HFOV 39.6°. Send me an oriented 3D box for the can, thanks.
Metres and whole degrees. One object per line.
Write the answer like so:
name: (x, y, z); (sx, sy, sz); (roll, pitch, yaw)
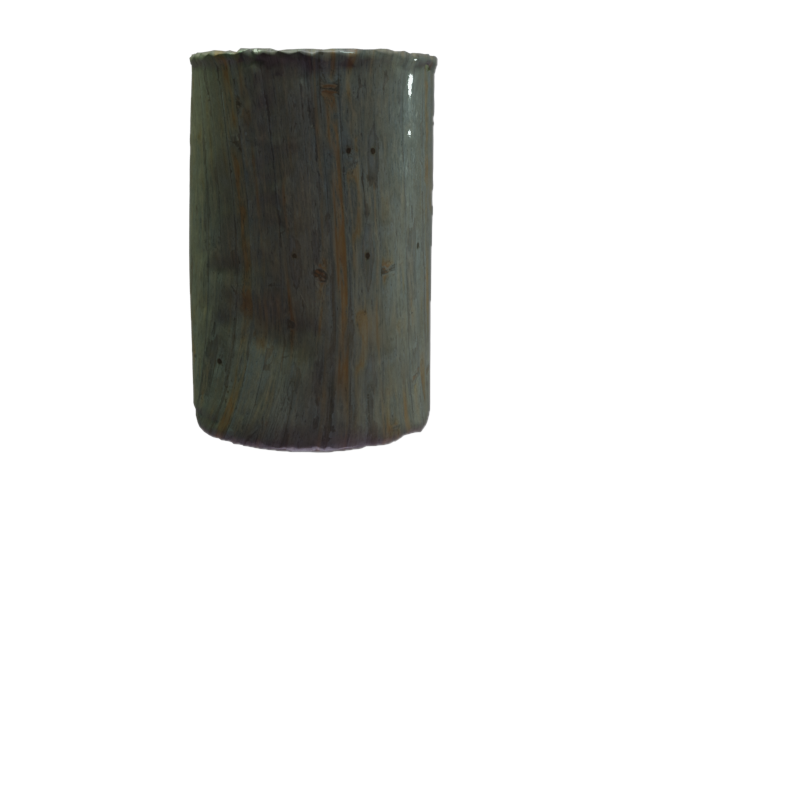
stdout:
can: (-0.024, -0.044, 0.308); (0.068, 0.101, 0.070); (0, 8, -2)
